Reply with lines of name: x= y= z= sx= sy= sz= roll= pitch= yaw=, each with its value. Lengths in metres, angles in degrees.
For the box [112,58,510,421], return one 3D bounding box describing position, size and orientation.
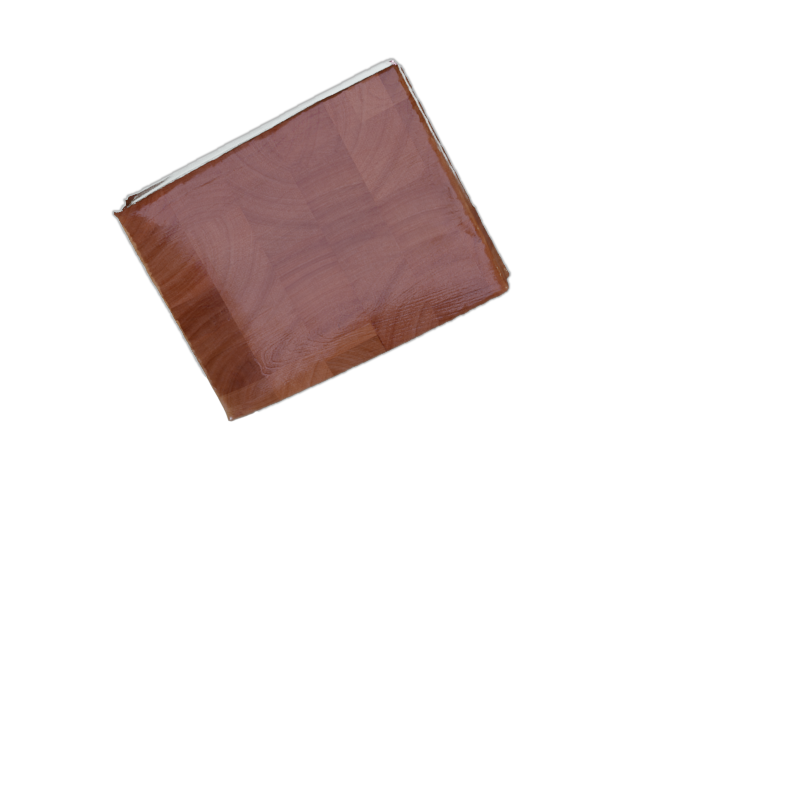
box: x=-0.031 y=-0.056 z=0.395 sx=0.113 sy=0.088 sz=0.040 roll=-27 pitch=10 yaw=4
